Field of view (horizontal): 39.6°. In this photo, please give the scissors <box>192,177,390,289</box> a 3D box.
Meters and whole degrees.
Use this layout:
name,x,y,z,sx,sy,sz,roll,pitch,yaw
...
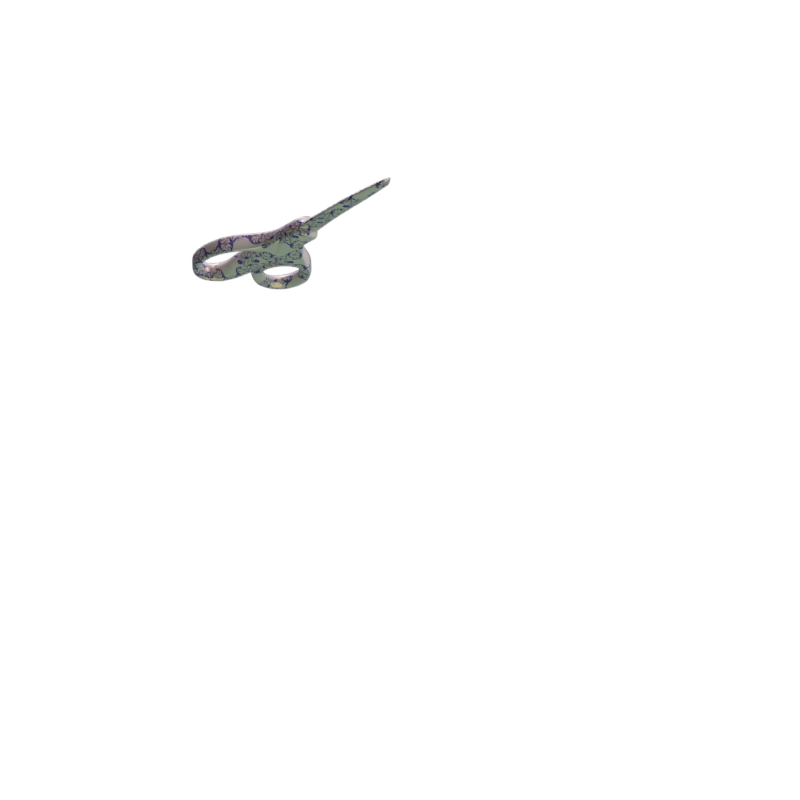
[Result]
name,x,y,z,sx,sy,sz,roll,pitch,yaw
scissors,-0.061,-0.111,0.780,0.205,0.016,0.090,-12,-19,36
